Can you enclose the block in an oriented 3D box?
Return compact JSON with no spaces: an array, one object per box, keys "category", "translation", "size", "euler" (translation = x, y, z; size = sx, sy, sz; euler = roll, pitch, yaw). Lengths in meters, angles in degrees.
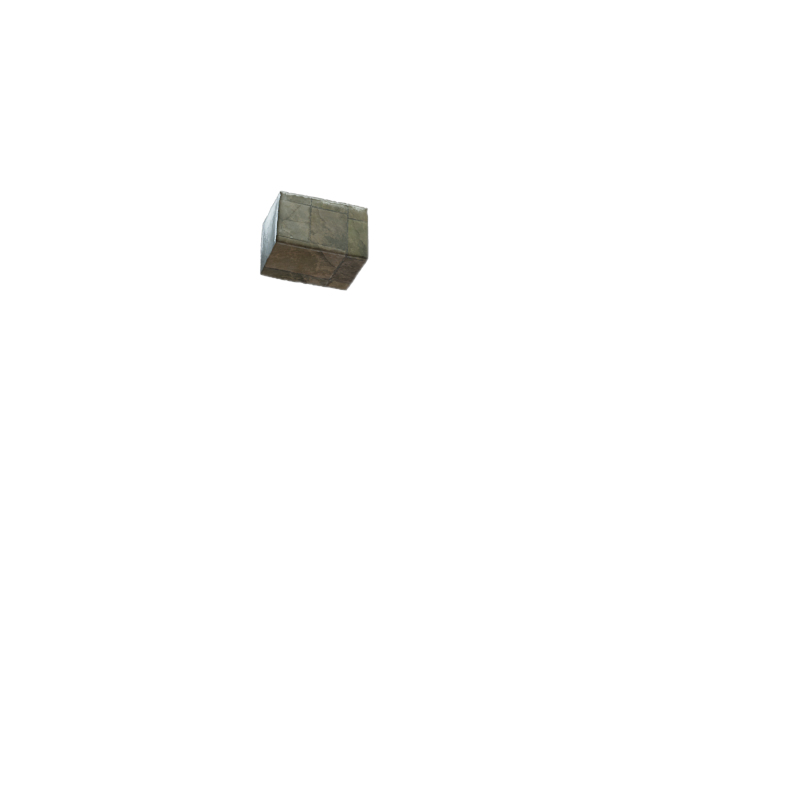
[{"category":"block","translation":[-0.070,-0.128,0.898],"size":[0.076,0.055,0.051],"euler":[9,-32,-17]}]
